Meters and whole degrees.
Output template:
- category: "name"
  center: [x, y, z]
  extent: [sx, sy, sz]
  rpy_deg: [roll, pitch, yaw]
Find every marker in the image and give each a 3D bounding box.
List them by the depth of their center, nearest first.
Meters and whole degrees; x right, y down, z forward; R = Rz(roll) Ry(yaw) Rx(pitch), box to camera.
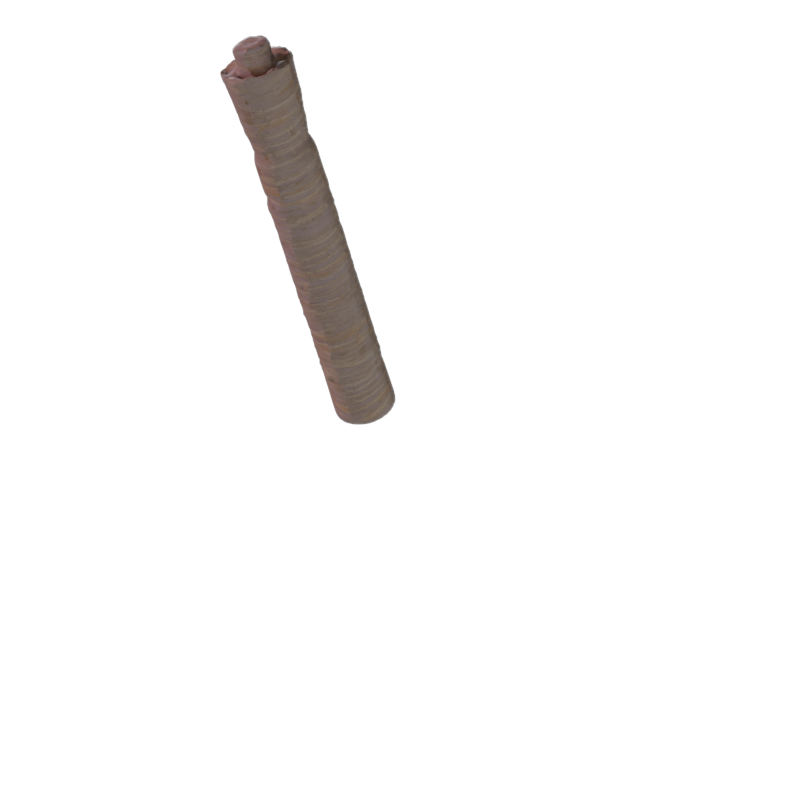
- category: "marker"
  center: [-0.024, -0.044, 0.305]
  extent: [0.020, 0.112, 0.021]
  rpy_deg: [-12, 34, 7]
